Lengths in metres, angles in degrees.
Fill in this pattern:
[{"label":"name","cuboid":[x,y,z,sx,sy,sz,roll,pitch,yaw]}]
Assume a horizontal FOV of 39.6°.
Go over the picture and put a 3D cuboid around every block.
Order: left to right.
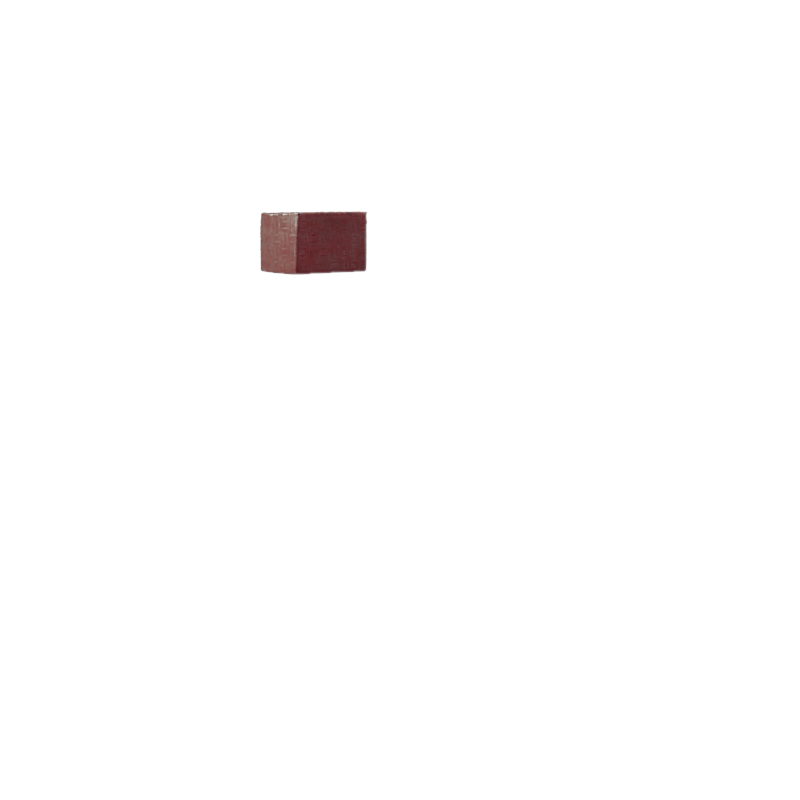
[{"label":"block","cuboid":[-0.074,-0.134,0.939,0.075,0.051,0.055,-7,9,-42]}]
